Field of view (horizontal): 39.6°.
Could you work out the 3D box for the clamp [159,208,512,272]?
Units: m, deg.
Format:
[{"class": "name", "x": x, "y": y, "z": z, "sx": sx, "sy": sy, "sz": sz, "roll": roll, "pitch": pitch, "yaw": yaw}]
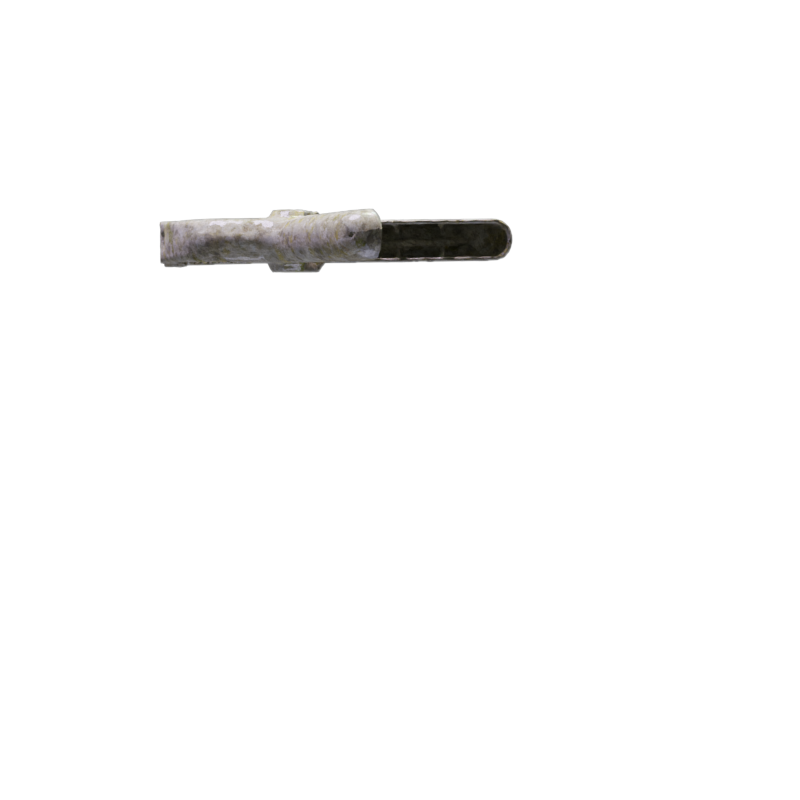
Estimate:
[{"class": "clamp", "x": -0.051, "y": -0.092, "z": 0.646, "sx": 0.218, "sy": 0.036, "sz": 0.159, "roll": 4, "pitch": 7, "yaw": 38}]
